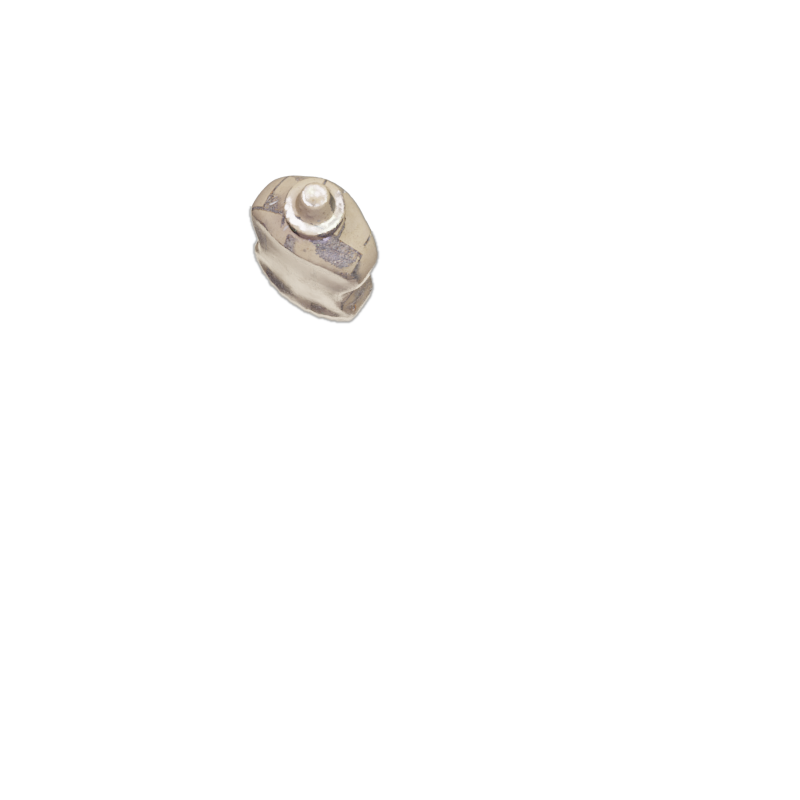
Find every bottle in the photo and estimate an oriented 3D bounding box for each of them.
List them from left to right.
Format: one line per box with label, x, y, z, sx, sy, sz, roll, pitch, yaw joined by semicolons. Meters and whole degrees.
bottle;-0.062;-0.114;0.795;0.098;0.059;0.186;37;-11;4
